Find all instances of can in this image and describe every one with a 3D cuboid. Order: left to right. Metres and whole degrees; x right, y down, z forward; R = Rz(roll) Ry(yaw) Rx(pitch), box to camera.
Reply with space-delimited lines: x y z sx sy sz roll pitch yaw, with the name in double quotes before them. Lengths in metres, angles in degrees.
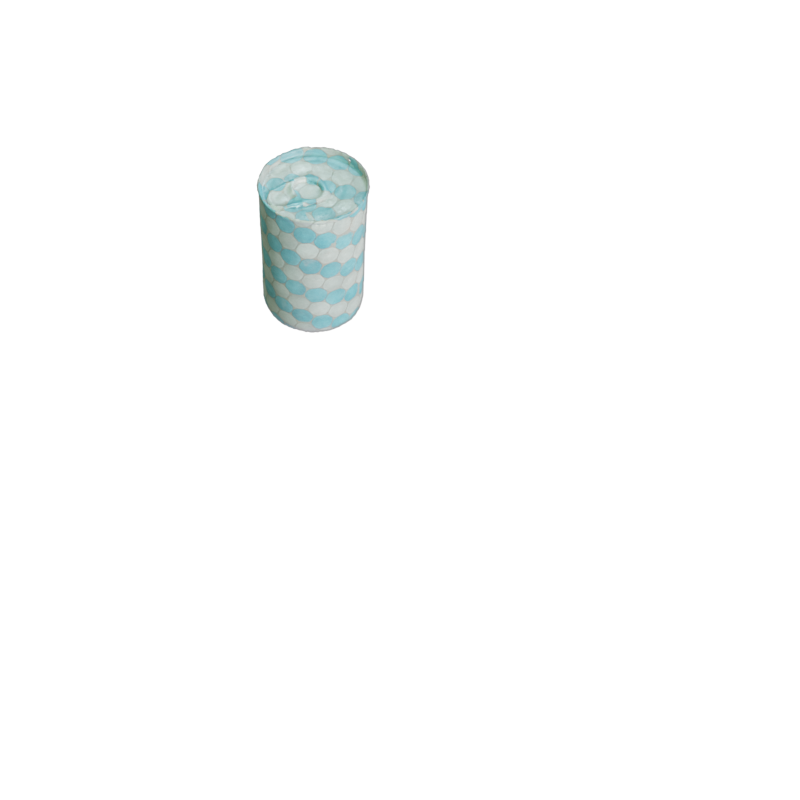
"can" -0.055 -0.100 0.703 0.068 0.074 0.095 0 -41 -3
